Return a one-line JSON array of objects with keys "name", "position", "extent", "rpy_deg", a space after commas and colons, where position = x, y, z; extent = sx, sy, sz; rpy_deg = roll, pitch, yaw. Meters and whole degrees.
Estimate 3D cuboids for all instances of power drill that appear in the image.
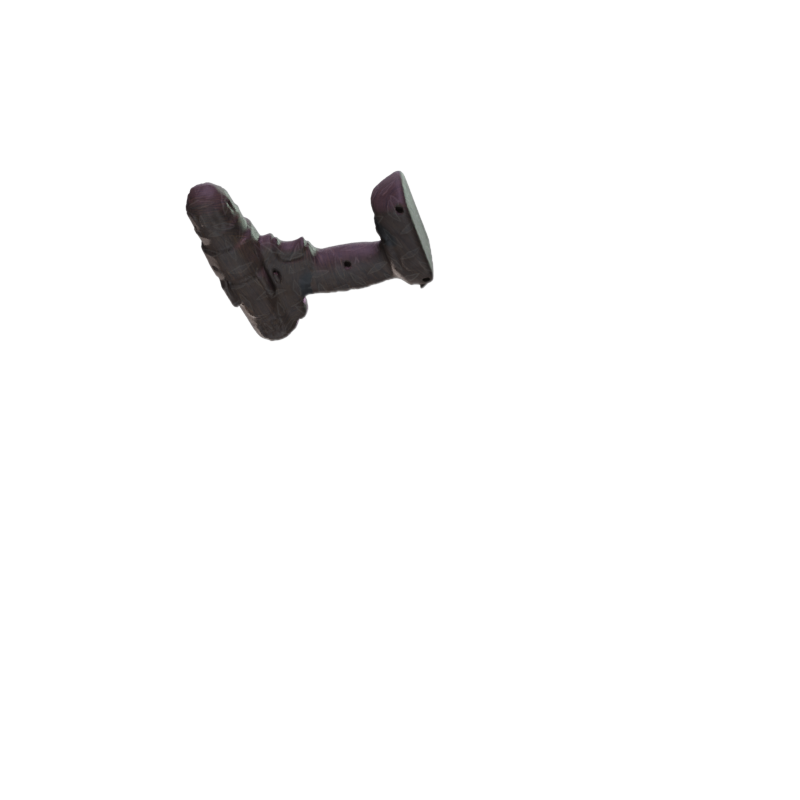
[{"name": "power drill", "position": [-0.076, -0.139, 0.970], "extent": [0.189, 0.062, 0.170], "rpy_deg": [-13, -42, 14]}]
